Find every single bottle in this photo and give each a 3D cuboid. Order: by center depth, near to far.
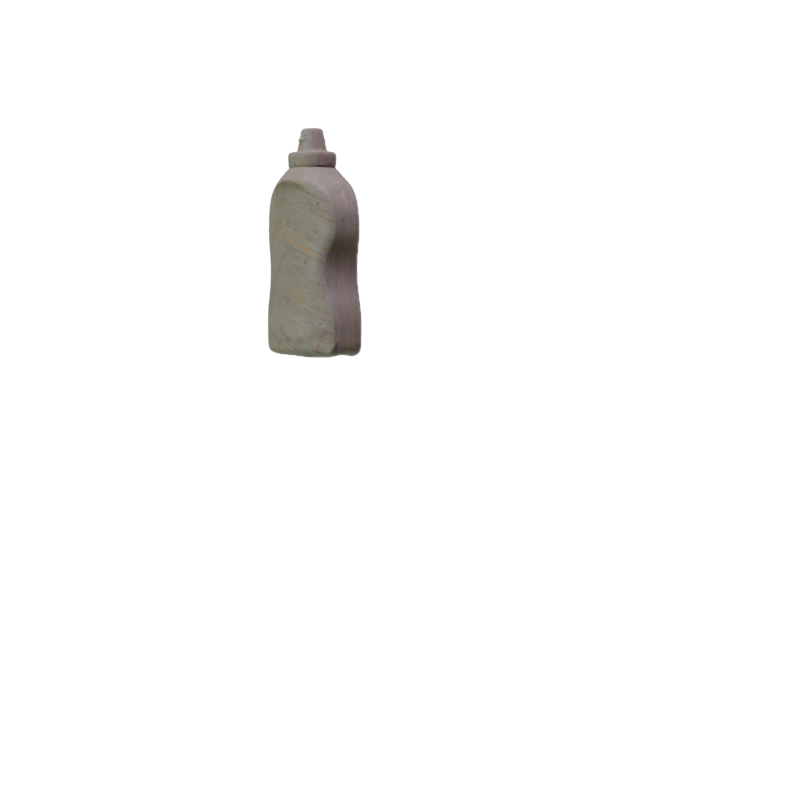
[{"bbox_3d":[-0.074,-0.135,0.942,0.056,0.192,0.100,0,0,-38],"label":"bottle"}]
